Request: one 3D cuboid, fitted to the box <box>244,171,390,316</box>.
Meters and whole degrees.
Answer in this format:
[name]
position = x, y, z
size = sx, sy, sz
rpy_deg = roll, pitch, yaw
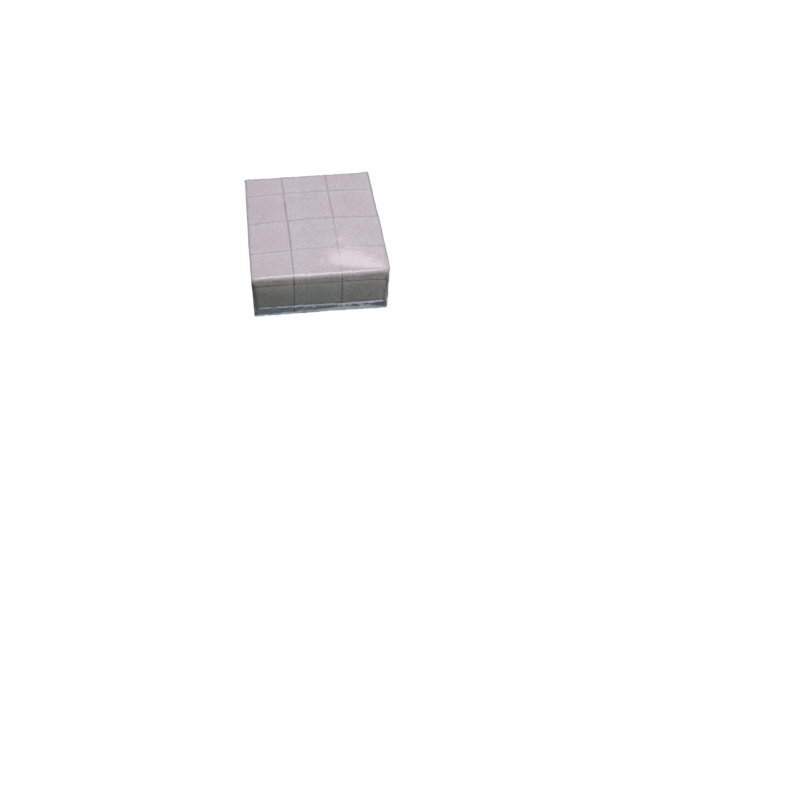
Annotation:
[box]
position = -0.059, -0.108, 0.757
size = 0.089, 0.036, 0.122
rpy_deg = -5, 42, -6
